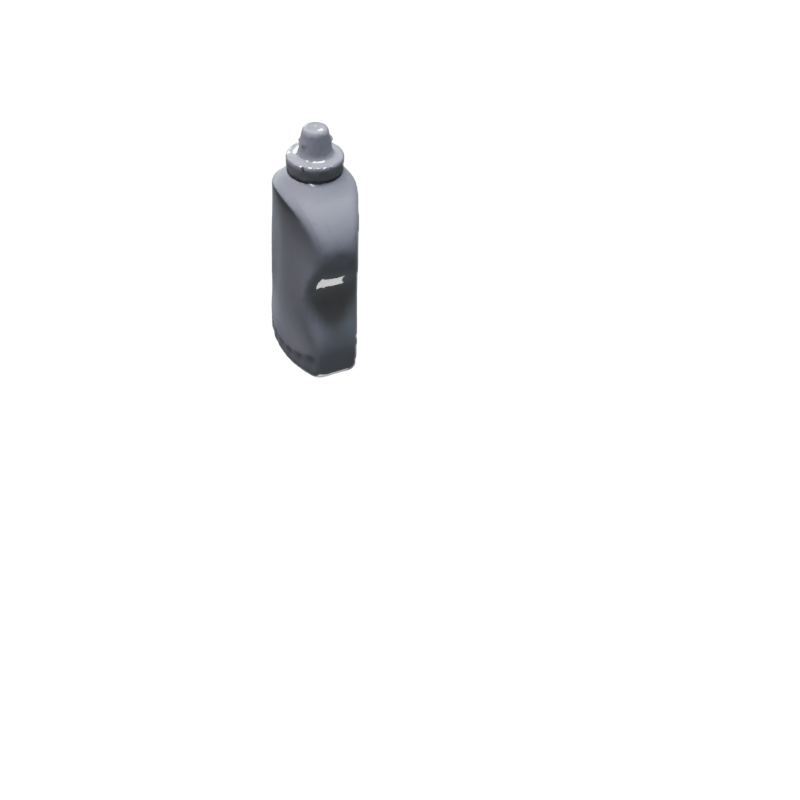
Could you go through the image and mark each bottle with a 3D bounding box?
[{"bbox_3d":[-0.063,-0.116,0.814,0.058,0.179,0.104,-13,41,-19],"label":"bottle"}]
